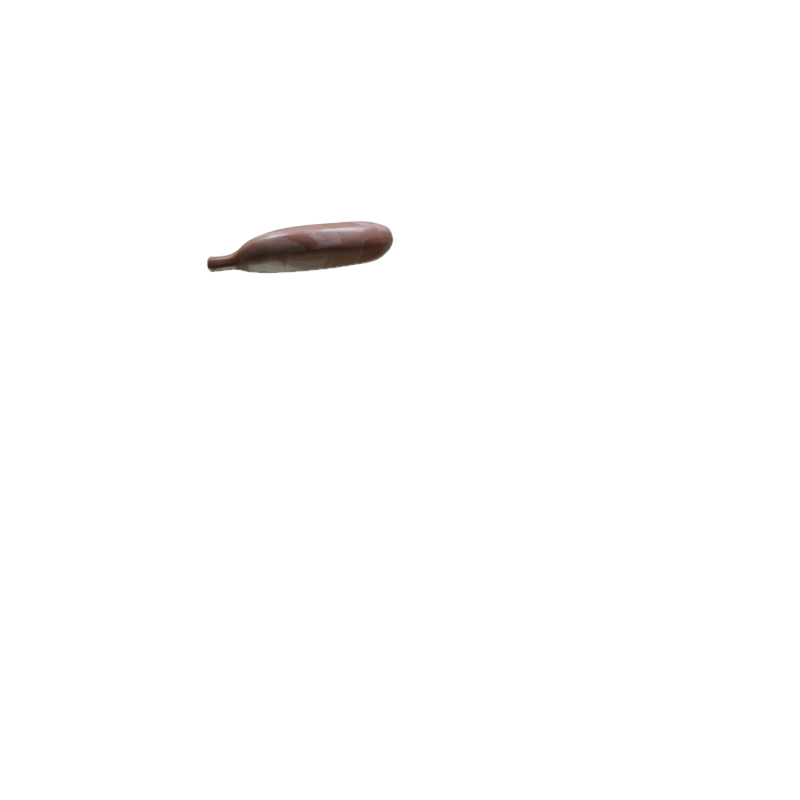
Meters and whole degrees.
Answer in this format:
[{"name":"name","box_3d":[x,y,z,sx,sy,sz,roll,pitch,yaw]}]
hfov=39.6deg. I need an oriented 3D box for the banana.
[{"name":"banana","box_3d":[-0.063,-0.129,0.919,0.192,0.036,0.073,-13,18,-43]}]
